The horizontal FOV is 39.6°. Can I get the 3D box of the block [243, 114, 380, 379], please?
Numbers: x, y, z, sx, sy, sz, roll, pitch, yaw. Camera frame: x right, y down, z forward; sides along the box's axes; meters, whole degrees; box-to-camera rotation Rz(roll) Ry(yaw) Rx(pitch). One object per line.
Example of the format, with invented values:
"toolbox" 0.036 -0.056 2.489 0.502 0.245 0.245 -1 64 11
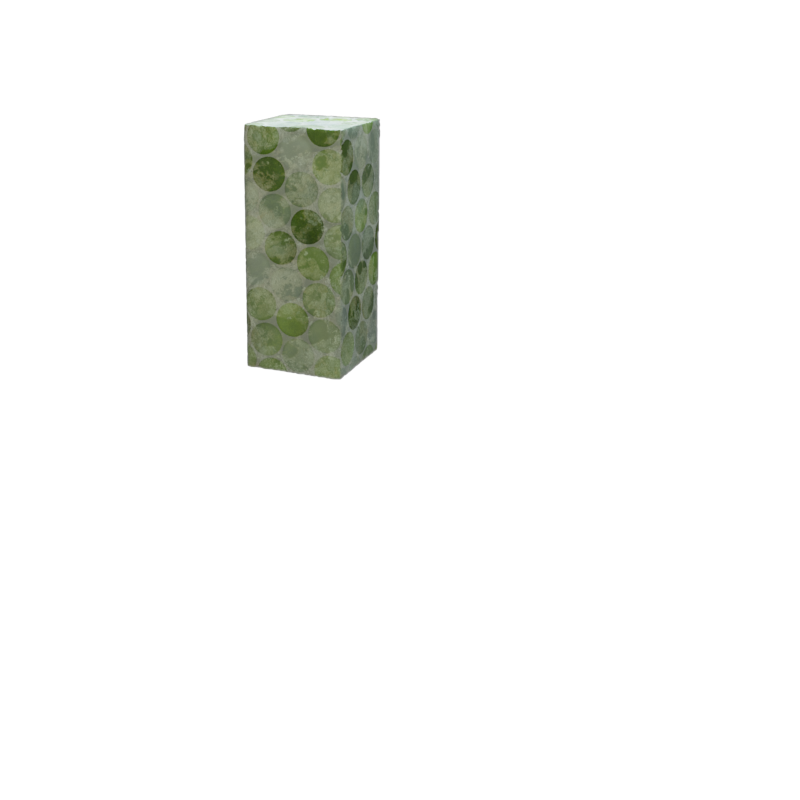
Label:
"block" -0.074 -0.135 0.942 0.093 0.199 0.091 7 16 20
